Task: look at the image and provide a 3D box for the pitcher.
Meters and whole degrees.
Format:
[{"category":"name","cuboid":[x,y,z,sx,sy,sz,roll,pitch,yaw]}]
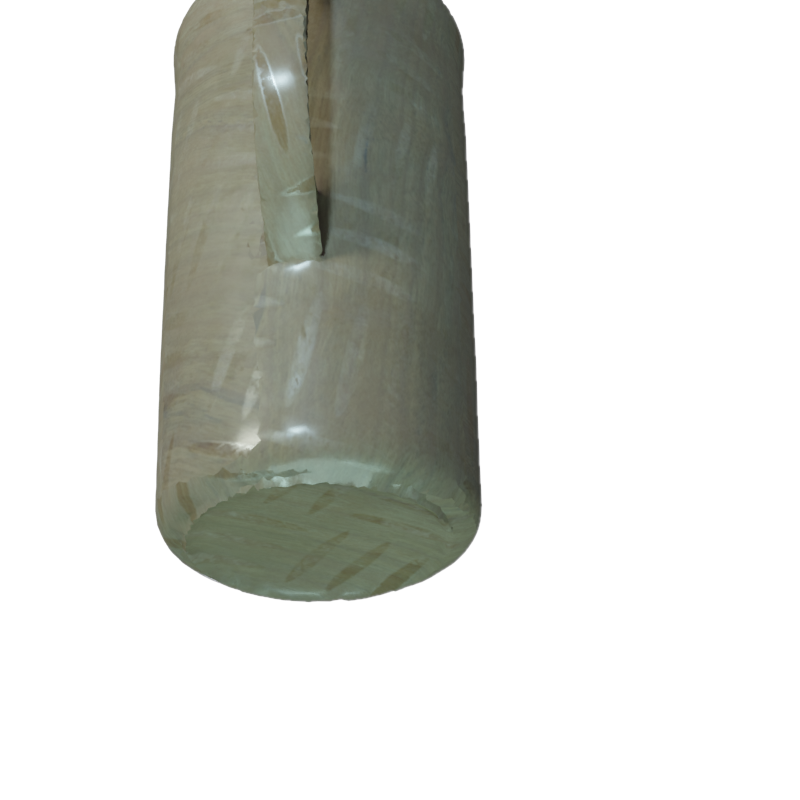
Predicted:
[{"category":"pitcher","cuboid":[-0.034,-0.061,0.430,0.141,0.260,0.143,26,-45,-32]}]
